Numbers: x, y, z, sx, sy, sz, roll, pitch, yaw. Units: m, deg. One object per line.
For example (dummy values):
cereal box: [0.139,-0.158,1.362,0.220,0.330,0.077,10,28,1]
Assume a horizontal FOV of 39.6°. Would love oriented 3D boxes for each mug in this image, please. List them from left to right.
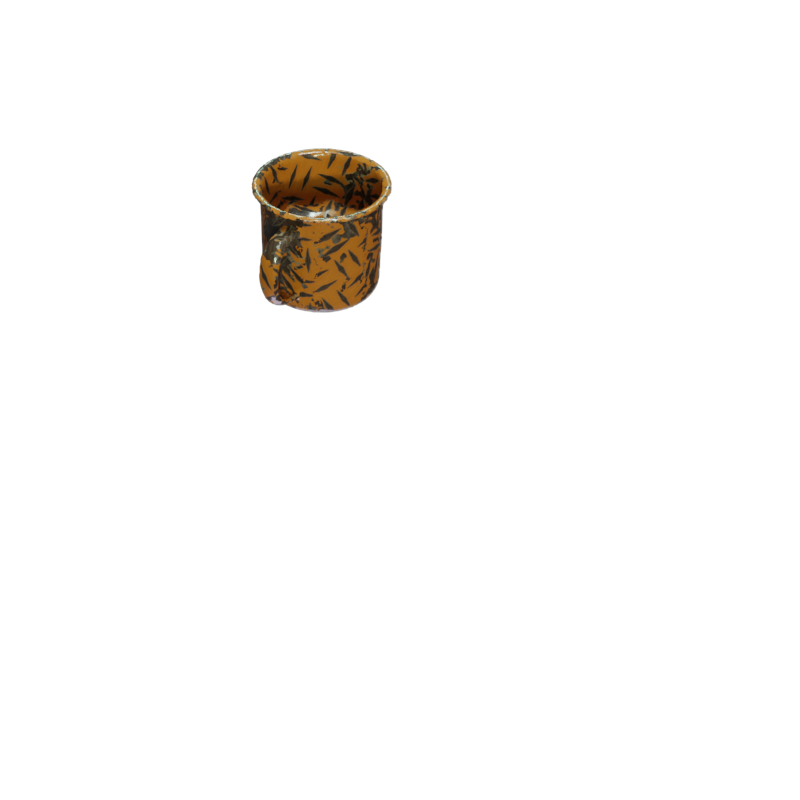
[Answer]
mug: [-0.059,-0.107,0.748,0.097,0.076,0.121,17,42,19]
